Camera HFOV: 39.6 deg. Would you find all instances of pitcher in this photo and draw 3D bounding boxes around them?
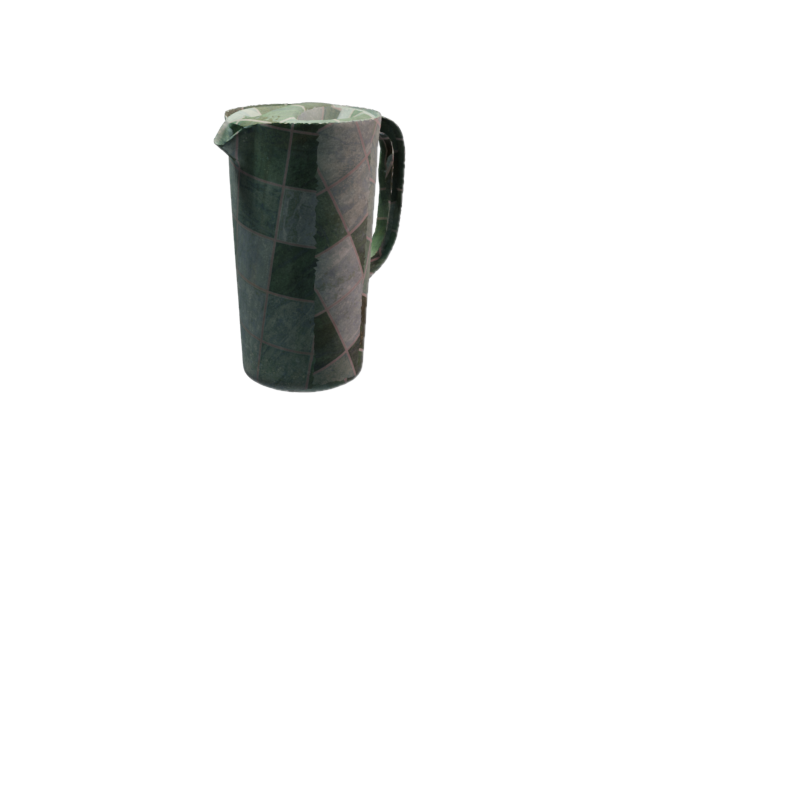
[{"bbox_3d":[-0.076,-0.139,0.972,0.151,0.234,0.149,3,17,6],"label":"pitcher"}]
